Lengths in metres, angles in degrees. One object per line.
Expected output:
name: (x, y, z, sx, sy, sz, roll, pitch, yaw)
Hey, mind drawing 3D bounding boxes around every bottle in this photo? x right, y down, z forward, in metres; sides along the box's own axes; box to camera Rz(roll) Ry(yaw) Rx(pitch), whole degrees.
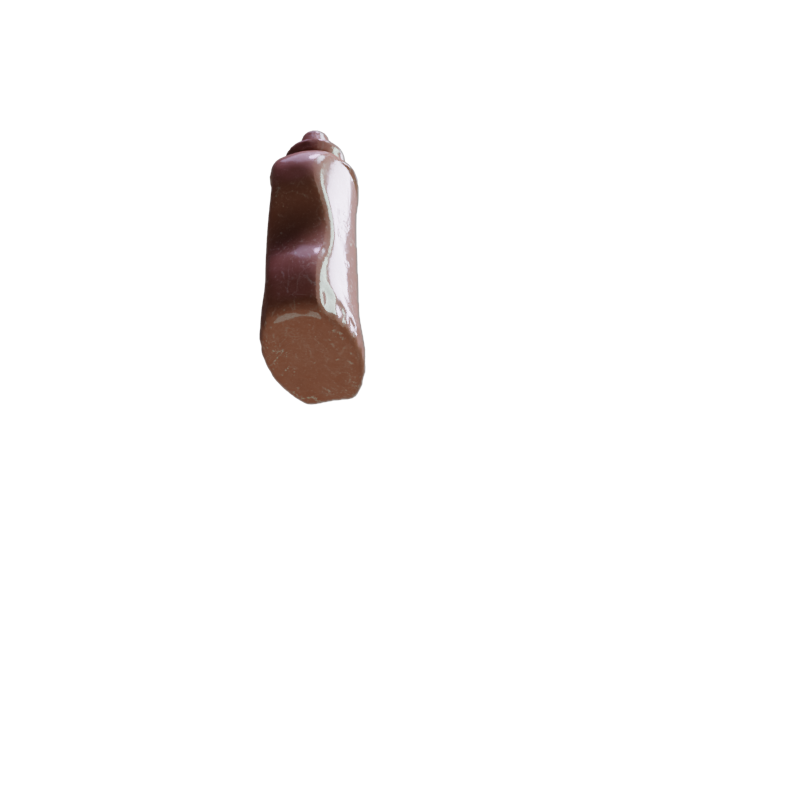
bottle: (-0.055, -0.101, 0.704, 0.059, 0.206, 0.088, -11, -39, 10)
